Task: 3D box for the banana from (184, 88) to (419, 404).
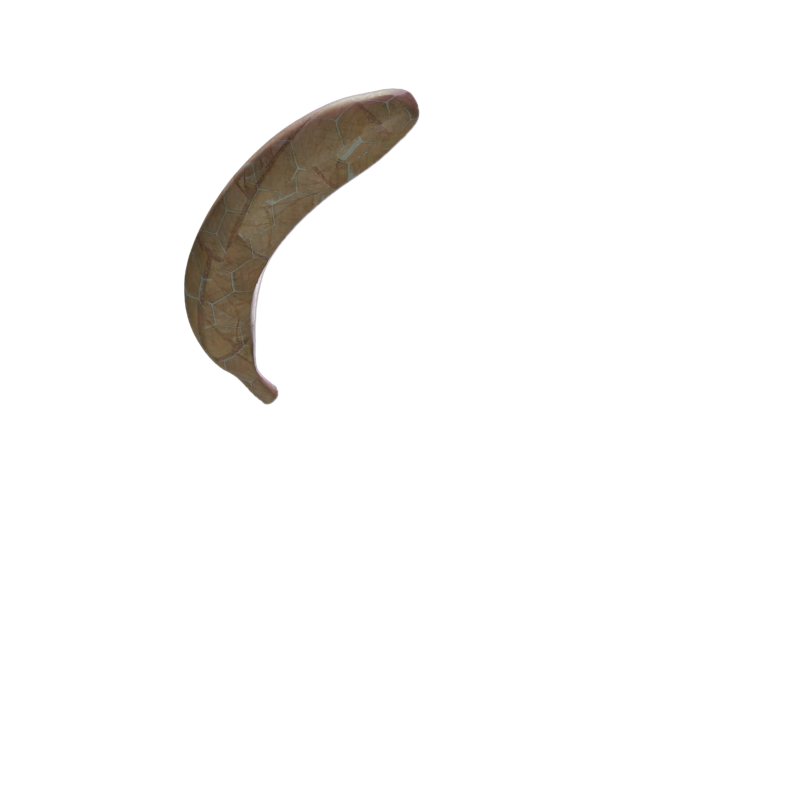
[{"bbox_3d":[-0.060,-0.077,0.527,0.068,0.039,0.189,17,-48,-17],"label":"banana"}]
